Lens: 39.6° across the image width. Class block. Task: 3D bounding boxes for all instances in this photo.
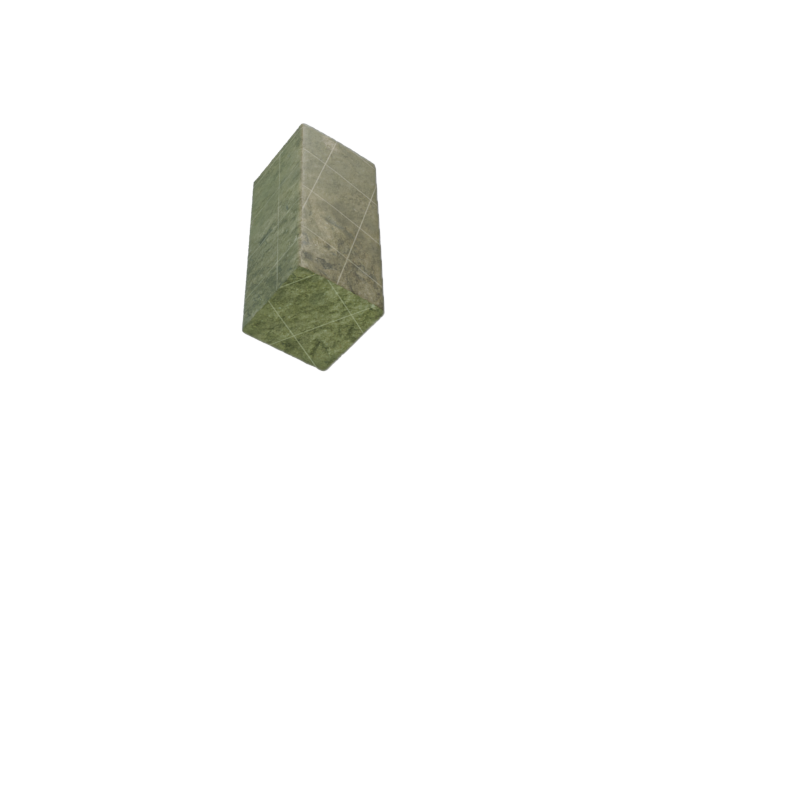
[{"bbox_3d":[-0.077,-0.142,0.997,0.086,0.221,0.089,27,-53,-26],"label":"block"}]
